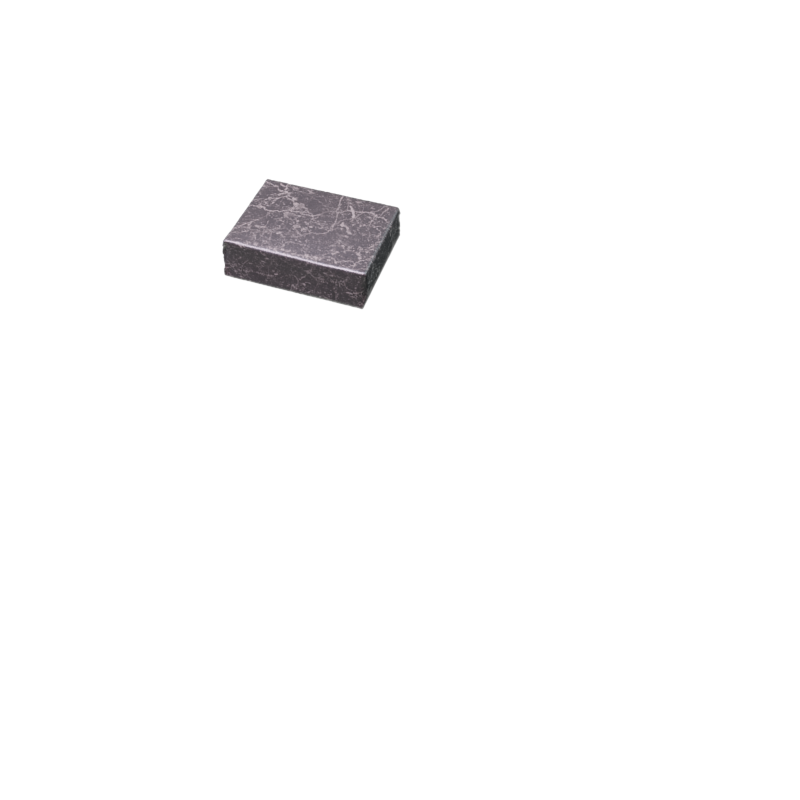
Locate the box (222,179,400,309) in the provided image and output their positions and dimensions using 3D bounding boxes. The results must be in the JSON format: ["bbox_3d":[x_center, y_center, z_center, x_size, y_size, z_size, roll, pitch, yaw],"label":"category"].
[{"bbox_3d":[-0.065,-0.119,0.836,0.116,0.036,0.094,12,41,14],"label":"box"}]
